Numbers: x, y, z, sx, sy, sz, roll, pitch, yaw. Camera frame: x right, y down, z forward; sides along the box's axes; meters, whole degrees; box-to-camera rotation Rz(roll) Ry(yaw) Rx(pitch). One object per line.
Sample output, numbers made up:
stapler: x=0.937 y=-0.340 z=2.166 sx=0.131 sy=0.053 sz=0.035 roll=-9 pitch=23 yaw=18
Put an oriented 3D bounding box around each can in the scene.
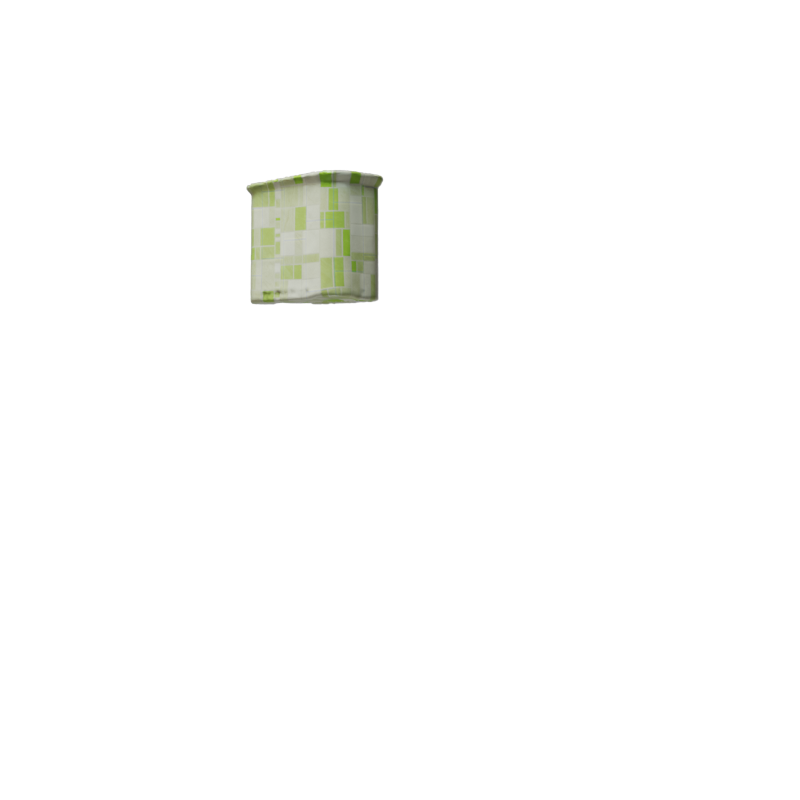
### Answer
can: x=-0.060 y=-0.109 z=0.760 sx=0.055 sy=0.085 sz=0.105 roll=3 pitch=-3 yaw=-43
